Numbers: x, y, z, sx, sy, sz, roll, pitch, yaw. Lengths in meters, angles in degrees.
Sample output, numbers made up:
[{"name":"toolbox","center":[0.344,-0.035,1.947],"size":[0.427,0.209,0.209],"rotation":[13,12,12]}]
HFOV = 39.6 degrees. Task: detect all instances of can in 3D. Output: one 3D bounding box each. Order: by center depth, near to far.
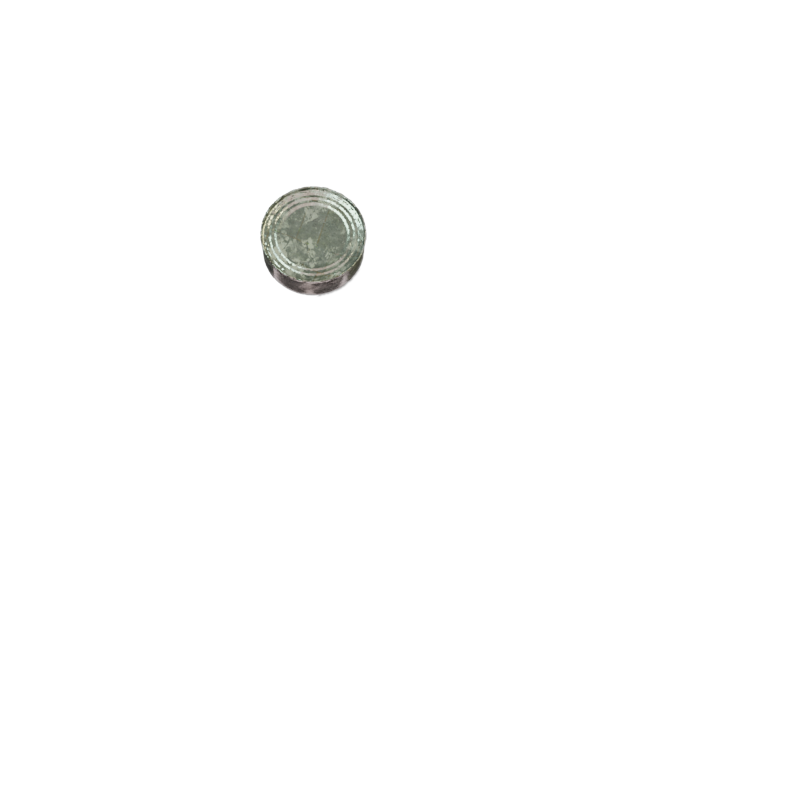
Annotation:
[{"name":"can","center":[-0.071,-0.130,0.909],"size":[0.086,0.091,0.032],"rotation":[-1,-23,-1]}]
